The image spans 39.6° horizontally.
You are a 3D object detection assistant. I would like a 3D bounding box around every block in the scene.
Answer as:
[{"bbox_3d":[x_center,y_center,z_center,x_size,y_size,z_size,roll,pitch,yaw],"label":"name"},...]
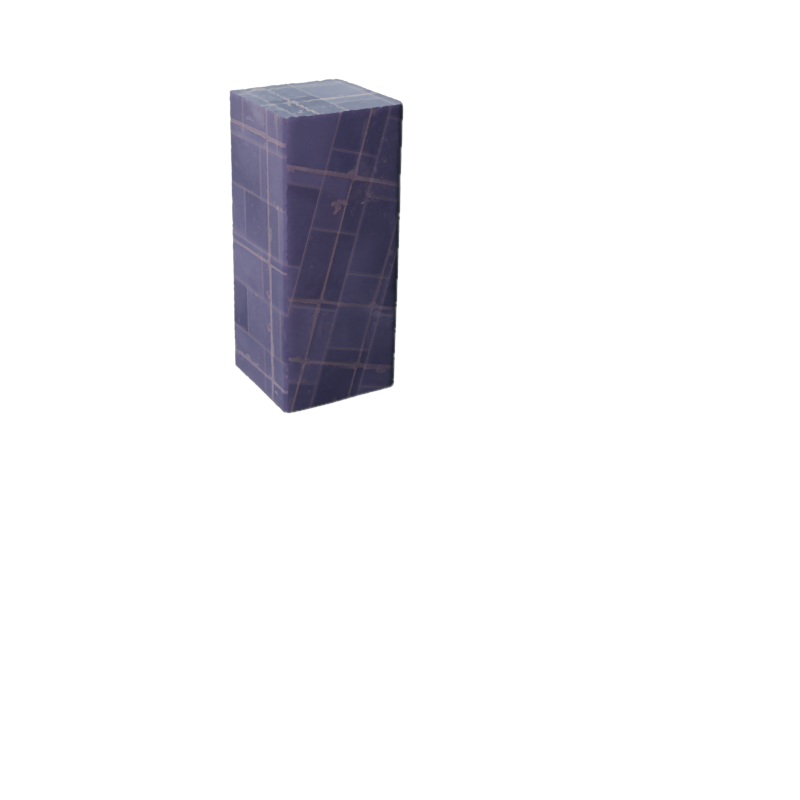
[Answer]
[{"bbox_3d":[-0.060,-0.110,0.771,0.088,0.197,0.097,-11,25,-28],"label":"block"}]
